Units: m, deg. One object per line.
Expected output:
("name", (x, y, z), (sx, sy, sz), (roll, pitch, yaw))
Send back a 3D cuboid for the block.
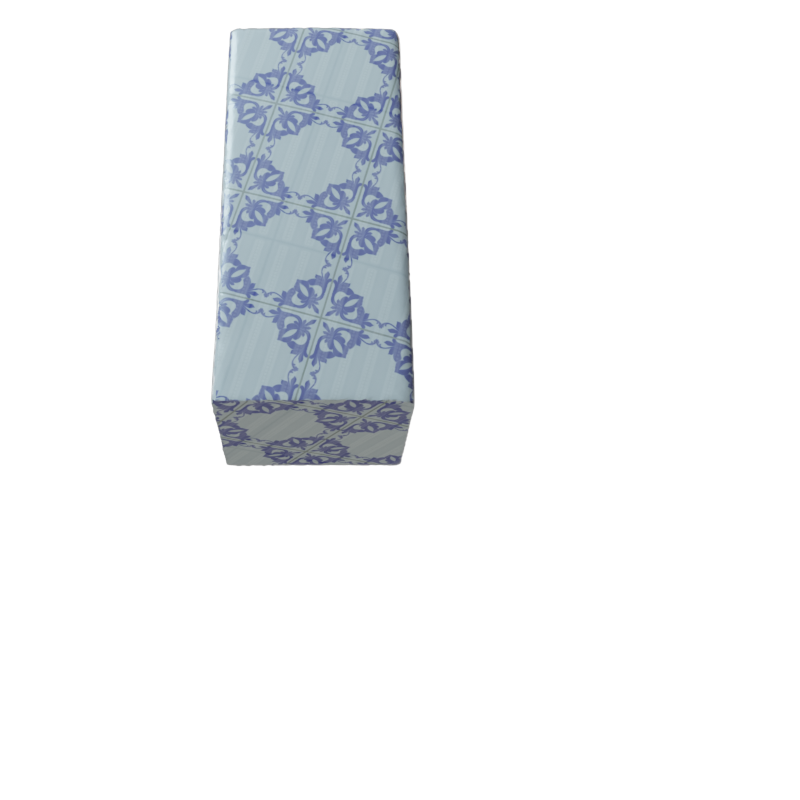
("block", (-0.043, -0.081, 0.564), (0.090, 0.219, 0.086), (-1, -27, -3))
